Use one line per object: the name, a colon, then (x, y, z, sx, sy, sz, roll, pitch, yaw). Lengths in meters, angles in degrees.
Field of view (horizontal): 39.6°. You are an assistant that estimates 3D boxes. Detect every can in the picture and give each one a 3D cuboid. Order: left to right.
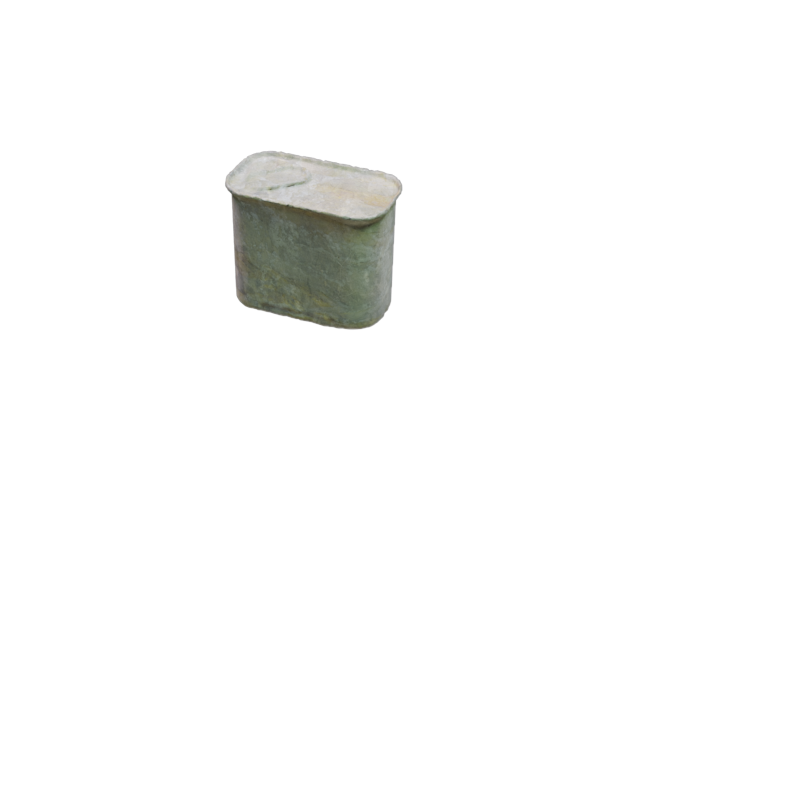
can: (-0.053, -0.096, 0.672, 0.105, 0.078, 0.059, 14, 38, 17)
